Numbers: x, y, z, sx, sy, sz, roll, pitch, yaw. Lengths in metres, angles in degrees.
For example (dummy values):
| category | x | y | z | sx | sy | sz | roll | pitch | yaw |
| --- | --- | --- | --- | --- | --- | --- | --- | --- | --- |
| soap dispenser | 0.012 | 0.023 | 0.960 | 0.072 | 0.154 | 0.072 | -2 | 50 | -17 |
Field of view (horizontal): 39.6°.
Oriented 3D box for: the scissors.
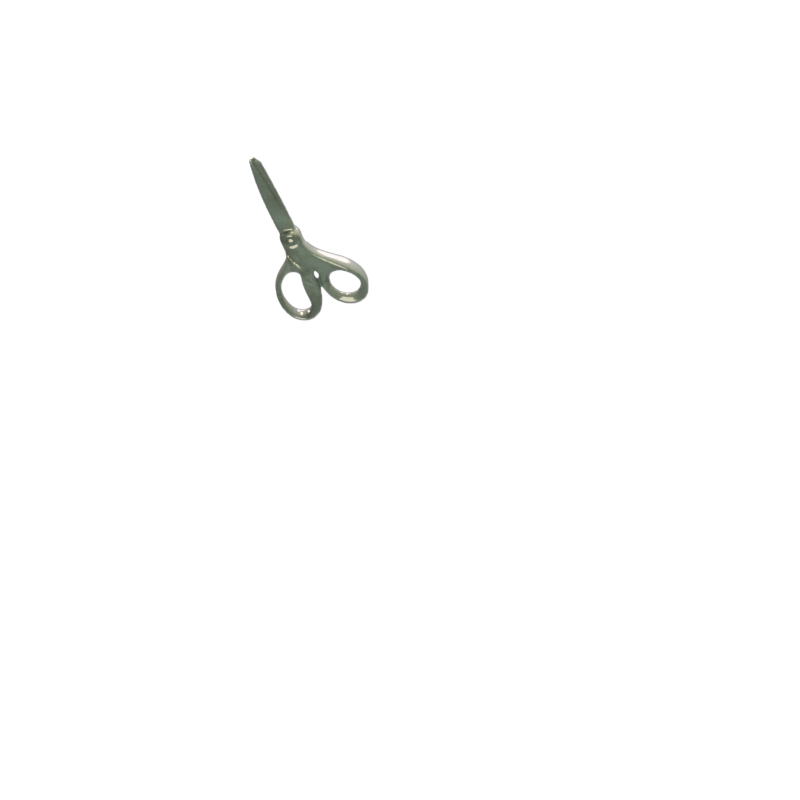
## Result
| category | x | y | z | sx | sy | sz | roll | pitch | yaw |
| --- | --- | --- | --- | --- | --- | --- | --- | --- | --- |
| scissors | -0.077 | -0.141 | 0.989 | 0.096 | 0.017 | 0.187 | 0 | -40 | 0 |
